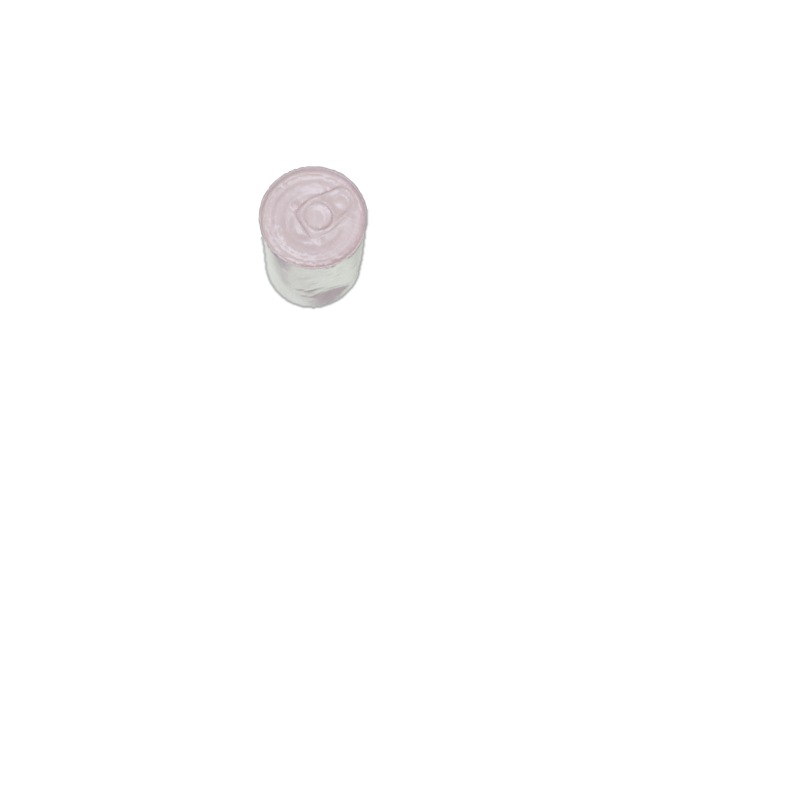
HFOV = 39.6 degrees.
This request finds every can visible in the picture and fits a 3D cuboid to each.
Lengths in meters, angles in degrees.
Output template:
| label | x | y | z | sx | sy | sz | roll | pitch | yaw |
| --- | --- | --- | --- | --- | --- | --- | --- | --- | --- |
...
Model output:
| label | x | y | z | sx | sy | sz | roll | pitch | yaw |
| --- | --- | --- | --- | --- | --- | --- | --- | --- | --- |
| can | -0.058 | -0.105 | 0.736 | 0.068 | 0.071 | 0.099 | 0 | -13 | -3 |
